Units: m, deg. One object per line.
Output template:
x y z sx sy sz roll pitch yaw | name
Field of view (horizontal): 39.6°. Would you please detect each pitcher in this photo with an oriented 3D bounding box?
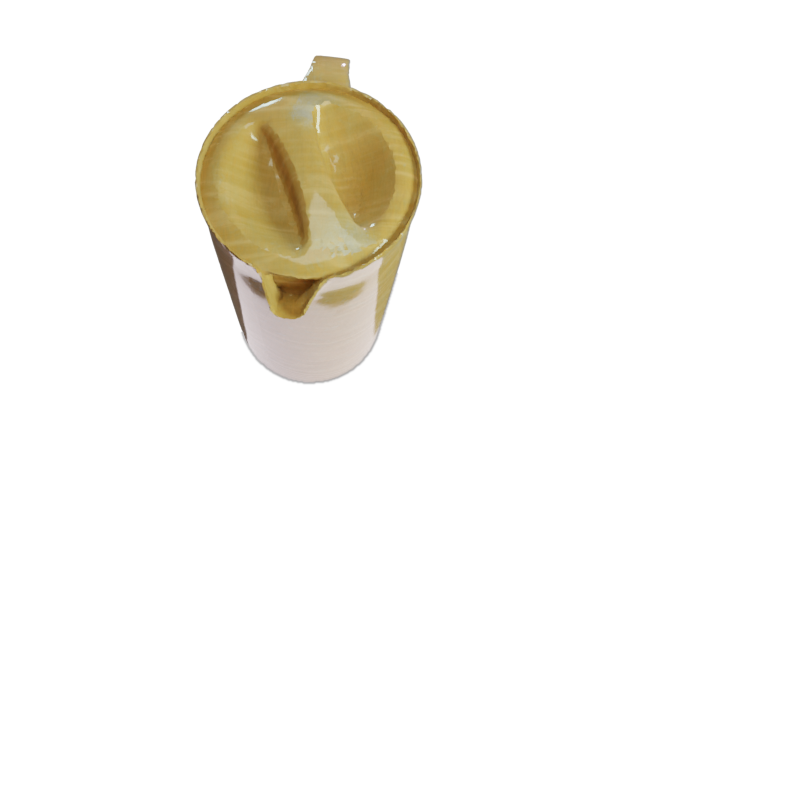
-0.059 -0.108 0.756 0.150 0.151 0.232 -36 -14 -14 | pitcher
